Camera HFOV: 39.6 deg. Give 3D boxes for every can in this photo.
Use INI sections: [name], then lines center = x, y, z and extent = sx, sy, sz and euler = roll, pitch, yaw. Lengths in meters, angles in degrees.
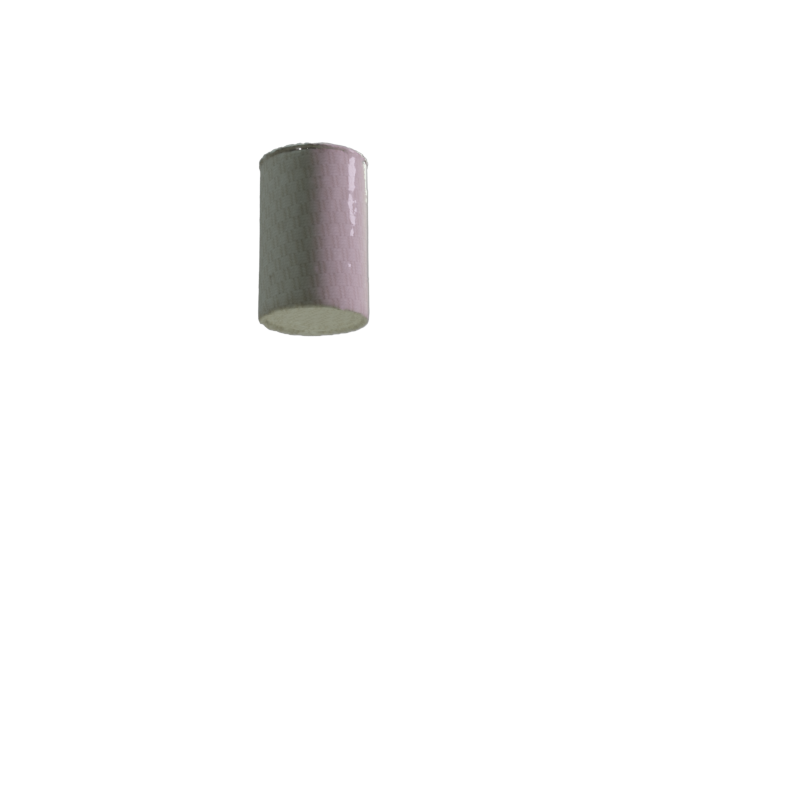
[can]
center = -0.053, -0.096, 0.671
extent = 0.068, 0.107, 0.066
euler = 0, -16, -2
